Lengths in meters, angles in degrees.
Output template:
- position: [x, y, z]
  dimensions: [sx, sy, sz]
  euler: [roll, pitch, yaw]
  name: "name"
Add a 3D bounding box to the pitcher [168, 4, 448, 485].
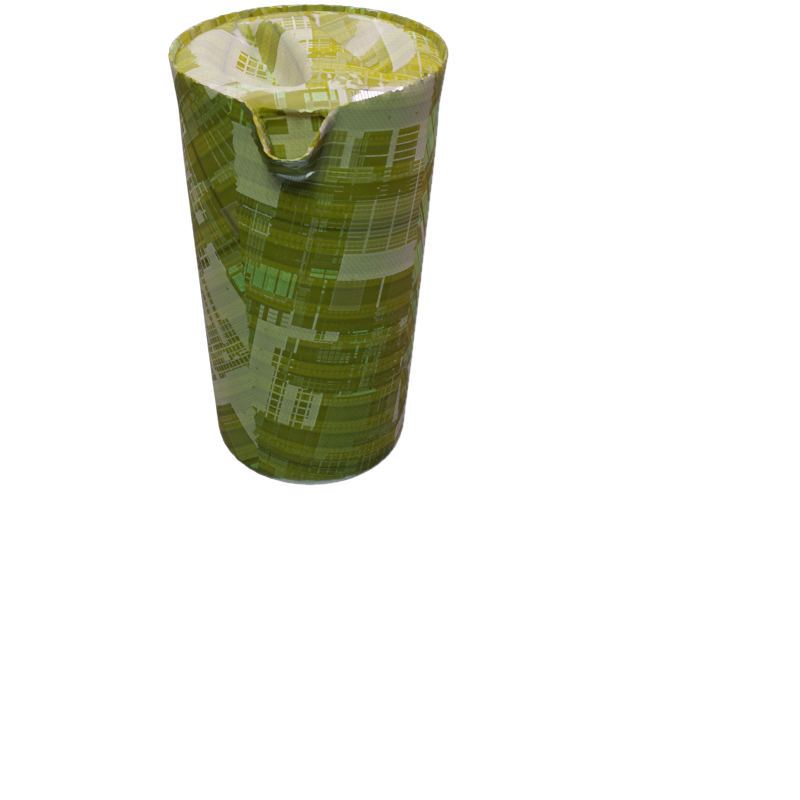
- position: [-0.047, -0.085, 0.596]
  dimensions: [0.148, 0.228, 0.155]
  euler: [-26, 43, -35]
  name: "pitcher"
